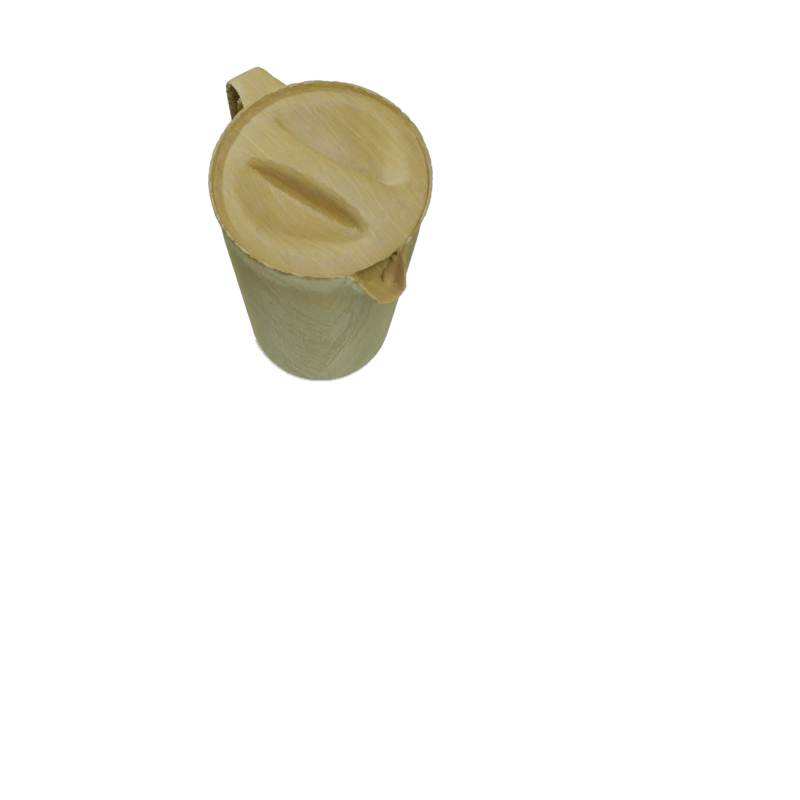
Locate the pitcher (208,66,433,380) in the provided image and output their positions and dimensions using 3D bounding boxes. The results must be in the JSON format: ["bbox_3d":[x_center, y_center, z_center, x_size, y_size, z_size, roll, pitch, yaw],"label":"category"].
[{"bbox_3d":[-0.060,-0.109,0.761,0.146,0.156,0.232,12,-20,1],"label":"pitcher"}]
